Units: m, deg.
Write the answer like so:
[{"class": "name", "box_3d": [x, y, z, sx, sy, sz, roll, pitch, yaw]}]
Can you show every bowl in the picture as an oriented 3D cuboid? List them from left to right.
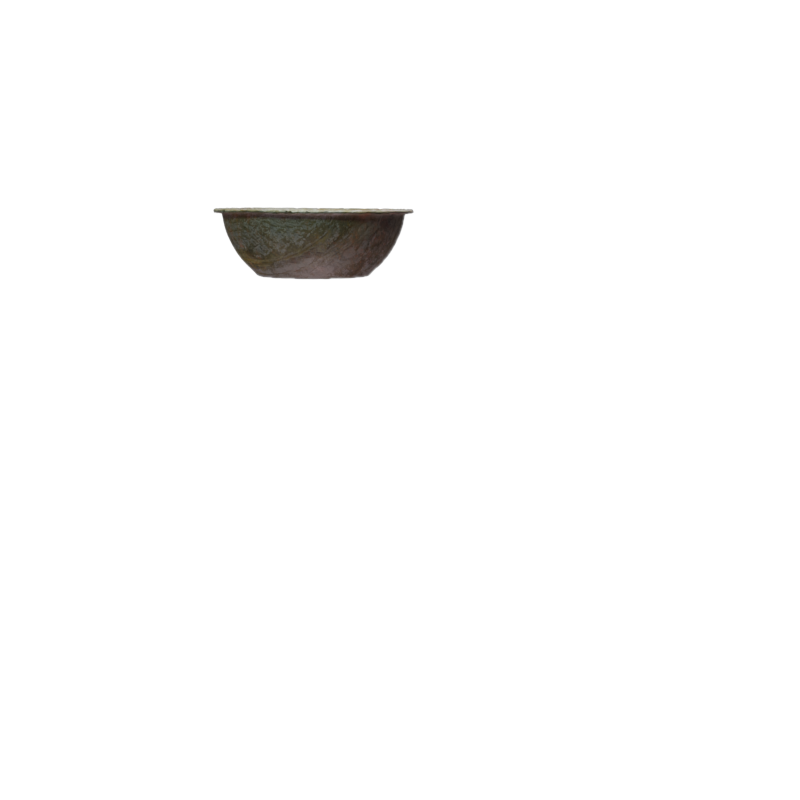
[{"class": "bowl", "box_3d": [-0.070, -0.128, 0.896, 0.162, 0.054, 0.165, 0, 9, -2]}]
